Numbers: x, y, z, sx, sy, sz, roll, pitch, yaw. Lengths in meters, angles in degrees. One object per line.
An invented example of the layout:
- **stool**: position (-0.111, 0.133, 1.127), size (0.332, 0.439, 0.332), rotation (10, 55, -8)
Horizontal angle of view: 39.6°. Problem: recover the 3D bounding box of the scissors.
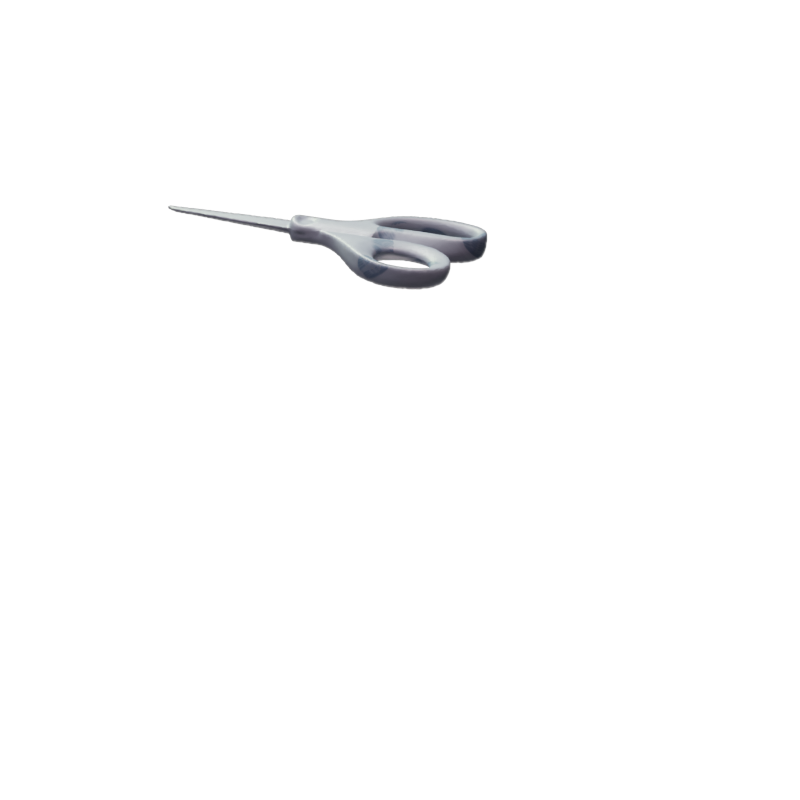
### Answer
- **scissors**: position (-0.051, -0.093, 0.653), size (0.204, 0.015, 0.100), rotation (4, 28, 7)
